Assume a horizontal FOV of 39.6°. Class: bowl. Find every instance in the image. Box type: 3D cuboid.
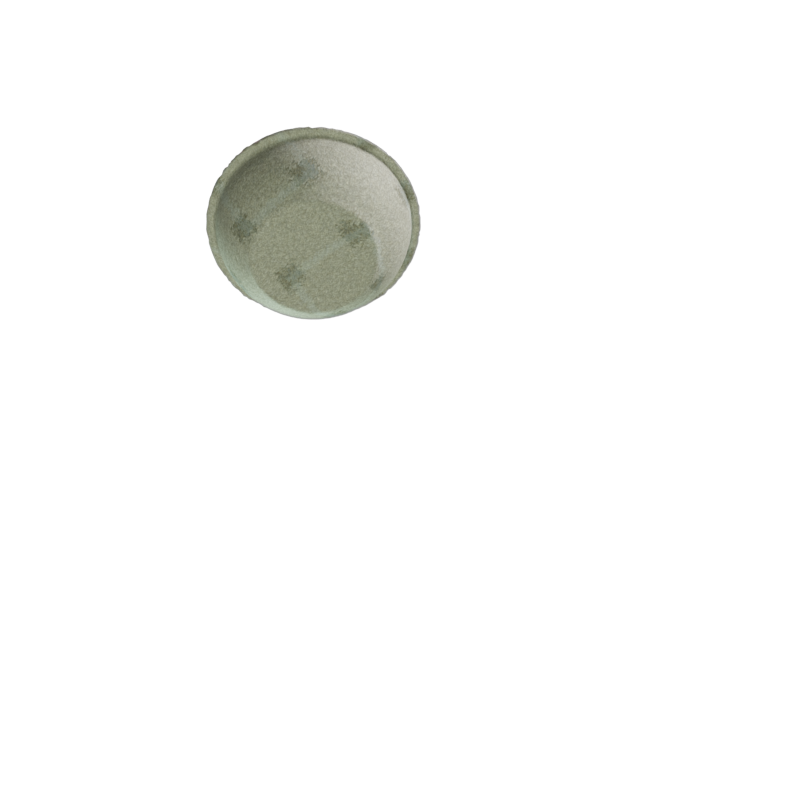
[{"bbox_3d":[-0.064,-0.116,0.813,0.162,0.153,0.058,1,30,-1],"label":"bowl"}]
